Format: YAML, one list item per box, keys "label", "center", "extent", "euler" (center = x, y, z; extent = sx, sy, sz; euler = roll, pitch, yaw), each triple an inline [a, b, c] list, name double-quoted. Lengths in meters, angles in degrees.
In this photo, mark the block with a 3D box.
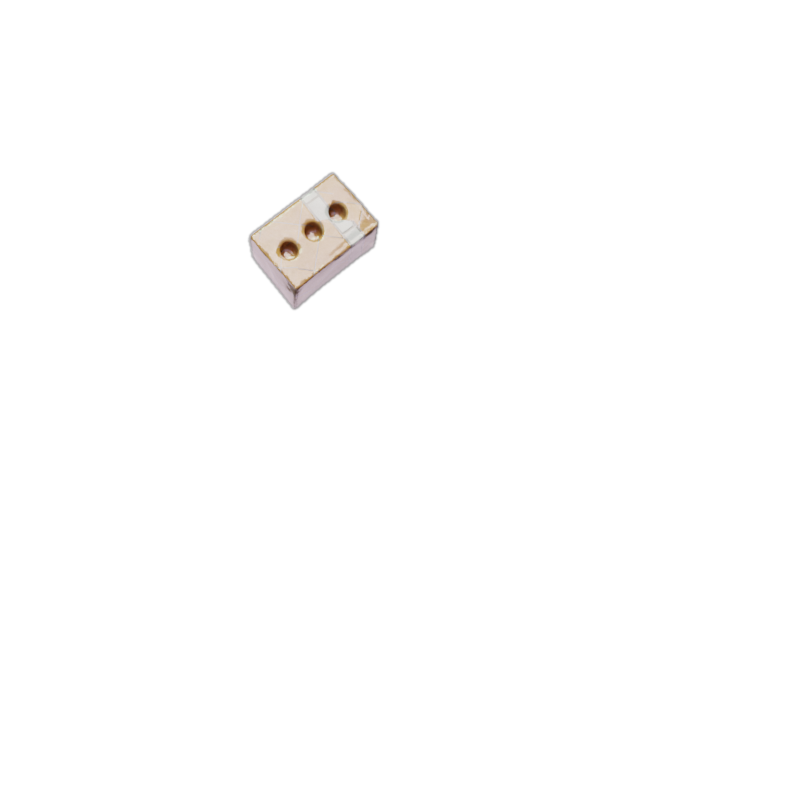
- label: "block"
  center: [-0.062, -0.113, 0.794]
  extent: [0.078, 0.054, 0.049]
  euler: [-40, -9, -11]
